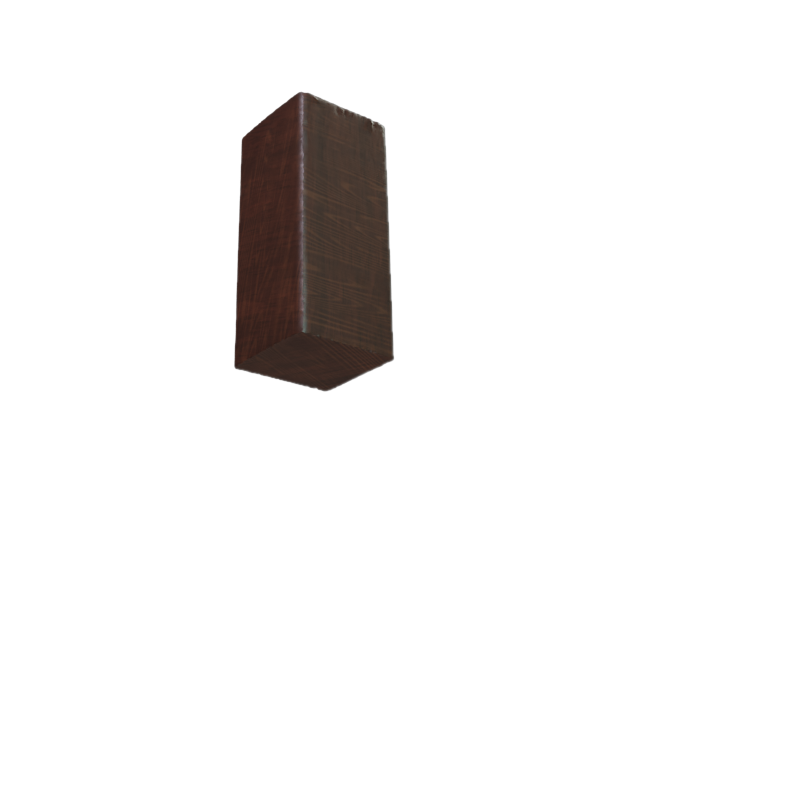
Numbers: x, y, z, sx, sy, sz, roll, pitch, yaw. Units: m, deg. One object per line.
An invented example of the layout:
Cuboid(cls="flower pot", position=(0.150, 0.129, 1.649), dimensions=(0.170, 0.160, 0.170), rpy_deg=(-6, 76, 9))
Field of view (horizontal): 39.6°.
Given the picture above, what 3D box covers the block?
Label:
Cuboid(cls="block", position=(-0.068, -0.125, 0.876), dimensions=(0.086, 0.218, 0.090), rpy_deg=(18, -32, -35))
